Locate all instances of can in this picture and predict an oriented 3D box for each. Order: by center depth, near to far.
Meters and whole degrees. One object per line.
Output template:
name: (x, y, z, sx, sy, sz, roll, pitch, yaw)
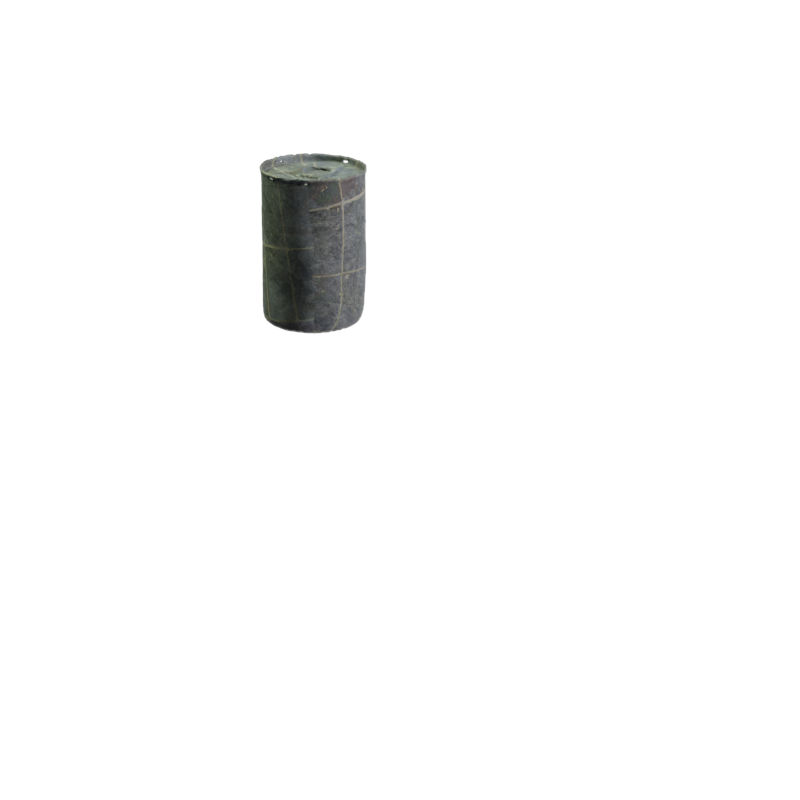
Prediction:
can: (-0.056, -0.103, 0.718, 0.068, 0.098, 0.072, 0, 22, -2)
